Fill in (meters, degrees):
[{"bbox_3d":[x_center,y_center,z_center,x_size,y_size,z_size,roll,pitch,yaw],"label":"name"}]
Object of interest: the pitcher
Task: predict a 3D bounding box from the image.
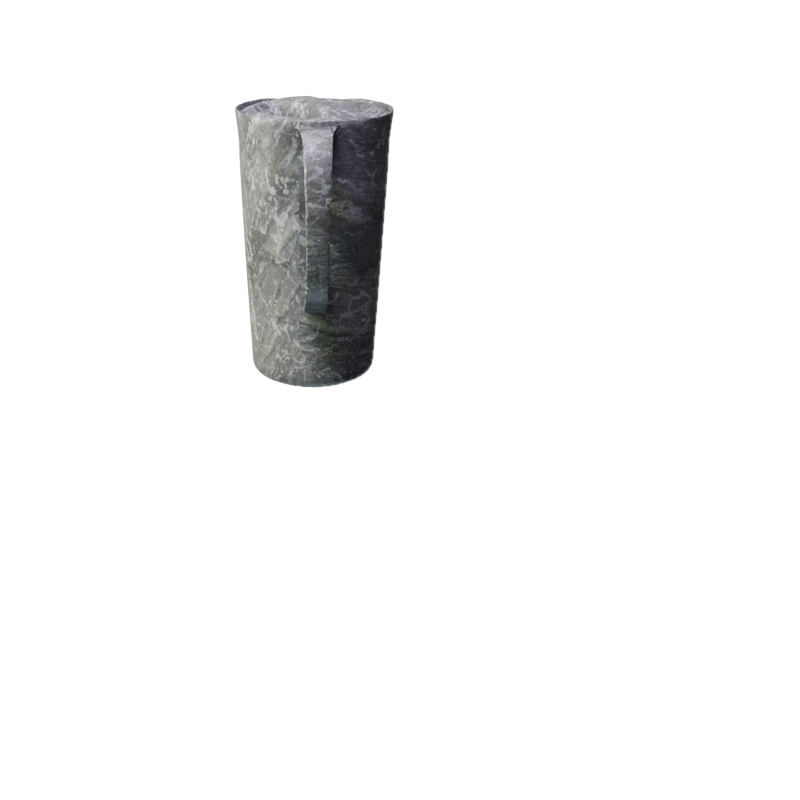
[{"bbox_3d":[-0.075,-0.136,0.953,0.153,0.234,0.147,15,23,37],"label":"pitcher"}]
